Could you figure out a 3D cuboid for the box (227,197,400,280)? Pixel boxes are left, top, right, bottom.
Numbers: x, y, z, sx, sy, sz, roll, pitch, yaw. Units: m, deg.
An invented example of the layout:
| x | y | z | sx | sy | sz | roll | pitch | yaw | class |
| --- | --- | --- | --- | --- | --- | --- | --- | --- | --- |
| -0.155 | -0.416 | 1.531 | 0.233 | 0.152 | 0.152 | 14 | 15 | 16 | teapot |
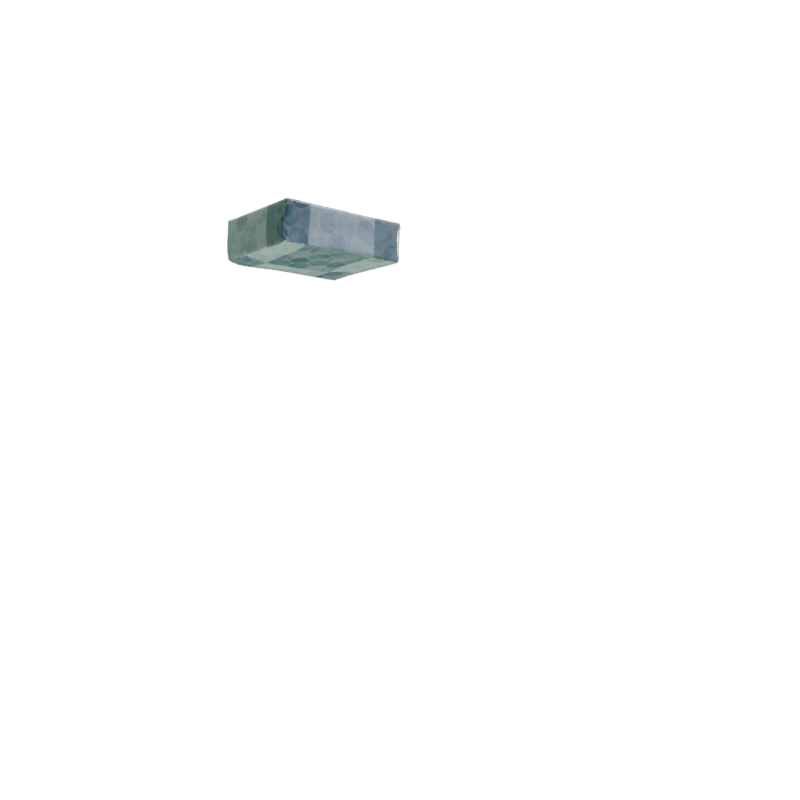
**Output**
| x | y | z | sx | sy | sz | roll | pitch | yaw | class |
| --- | --- | --- | --- | --- | --- | --- | --- | --- | --- |
| -0.070 | -0.128 | 0.895 | 0.108 | 0.040 | 0.092 | 5 | -9 | -36 | box |
